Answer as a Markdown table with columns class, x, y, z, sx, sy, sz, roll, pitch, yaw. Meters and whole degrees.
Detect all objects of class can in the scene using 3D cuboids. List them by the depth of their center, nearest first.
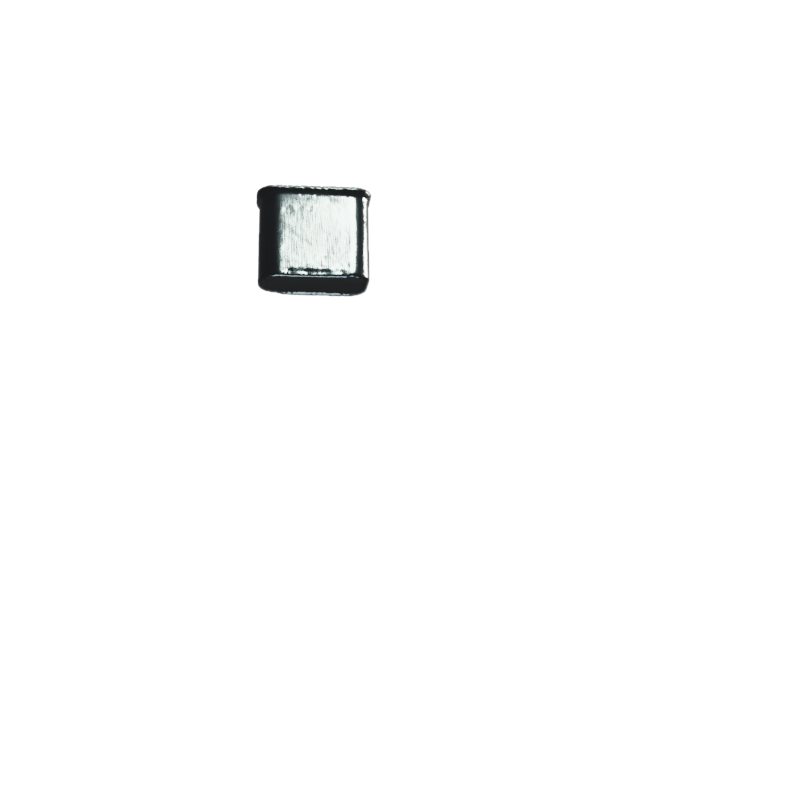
| class | x | y | z | sx | sy | sz | roll | pitch | yaw |
| --- | --- | --- | --- | --- | --- | --- | --- | --- | --- |
| can | -0.077 | -0.140 | 0.979 | 0.101 | 0.088 | 0.055 | 1 | -19 | -5 |
